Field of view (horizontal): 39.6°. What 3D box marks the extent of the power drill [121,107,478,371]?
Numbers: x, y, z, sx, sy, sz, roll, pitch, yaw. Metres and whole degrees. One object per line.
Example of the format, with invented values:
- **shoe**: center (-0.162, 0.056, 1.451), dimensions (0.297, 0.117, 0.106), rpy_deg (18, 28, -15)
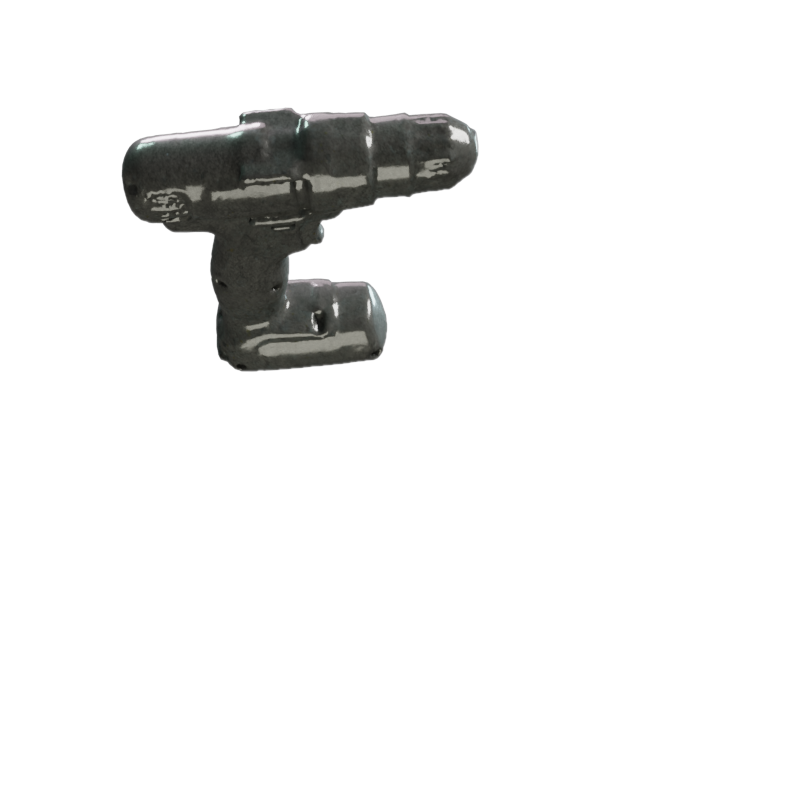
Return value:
- **power drill**: center (-0.049, -0.090, 0.629), dimensions (0.185, 0.061, 0.174), rpy_deg (-3, -34, 3)
